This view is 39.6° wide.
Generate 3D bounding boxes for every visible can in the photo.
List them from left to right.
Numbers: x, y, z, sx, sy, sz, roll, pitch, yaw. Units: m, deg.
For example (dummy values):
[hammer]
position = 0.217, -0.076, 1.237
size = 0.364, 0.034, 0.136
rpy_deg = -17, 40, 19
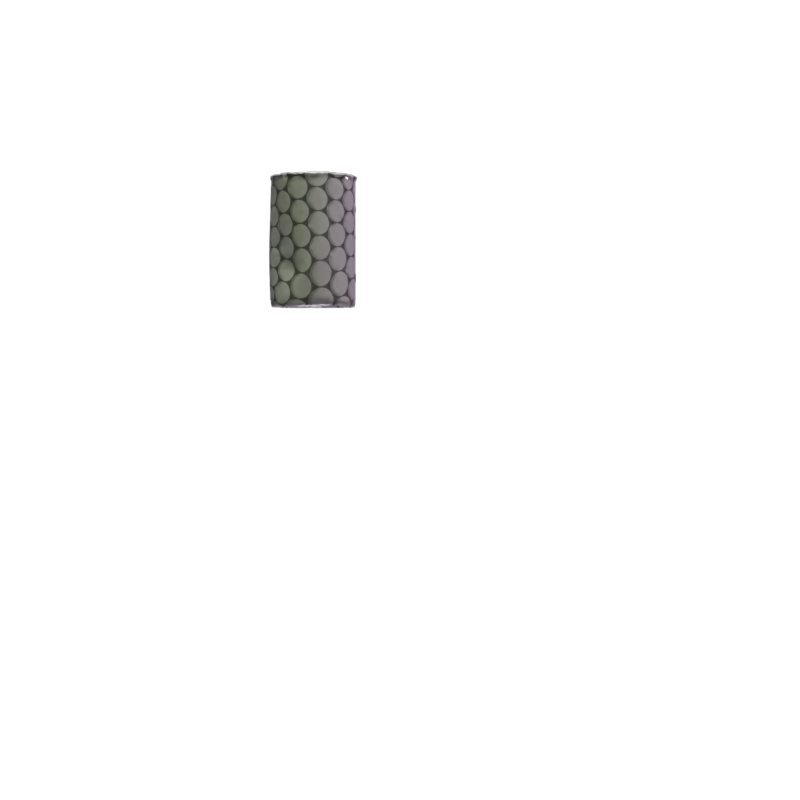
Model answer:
[can]
position = -0.067, -0.123, 0.861
size = 0.068, 0.103, 0.068
rpy_deg = 0, -2, -2
